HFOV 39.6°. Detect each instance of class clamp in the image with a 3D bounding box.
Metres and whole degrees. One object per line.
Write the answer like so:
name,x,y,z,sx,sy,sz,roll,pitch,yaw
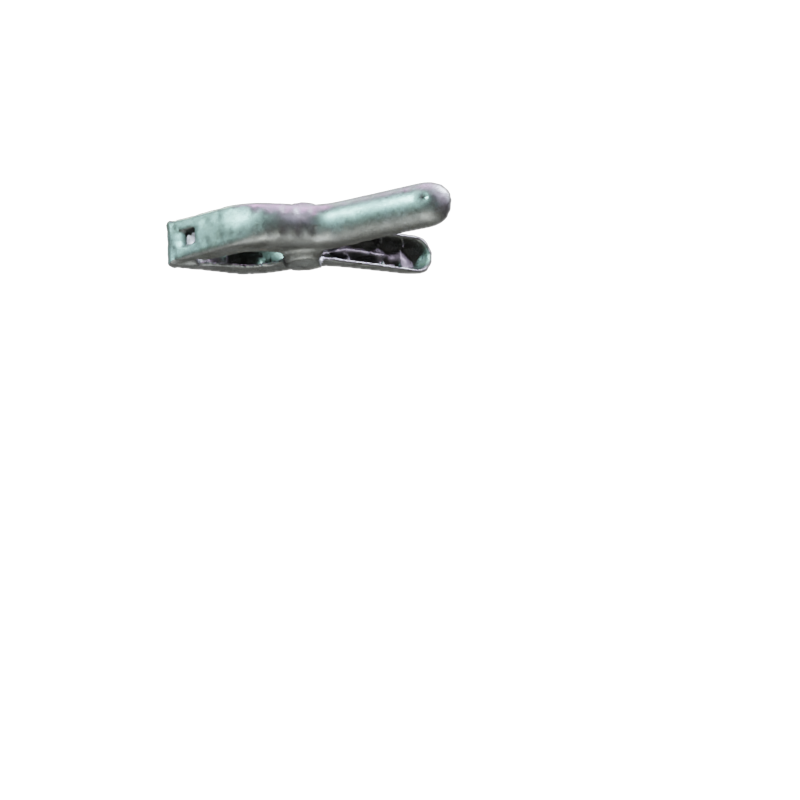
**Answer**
clamp,-0.053,-0.097,0.680,0.173,0.041,0.114,-2,-17,7
